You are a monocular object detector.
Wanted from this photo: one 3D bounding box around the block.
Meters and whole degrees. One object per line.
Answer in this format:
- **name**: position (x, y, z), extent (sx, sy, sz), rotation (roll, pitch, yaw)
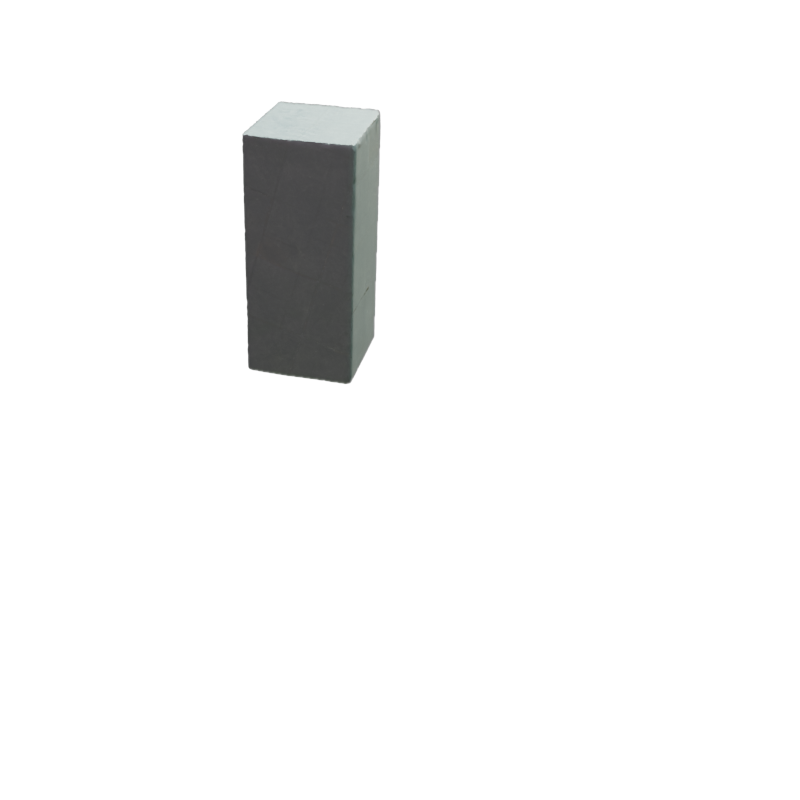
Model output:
- **block**: position (-0.070, -0.129, 0.904), extent (0.092, 0.195, 0.094), rotation (8, 27, 12)
